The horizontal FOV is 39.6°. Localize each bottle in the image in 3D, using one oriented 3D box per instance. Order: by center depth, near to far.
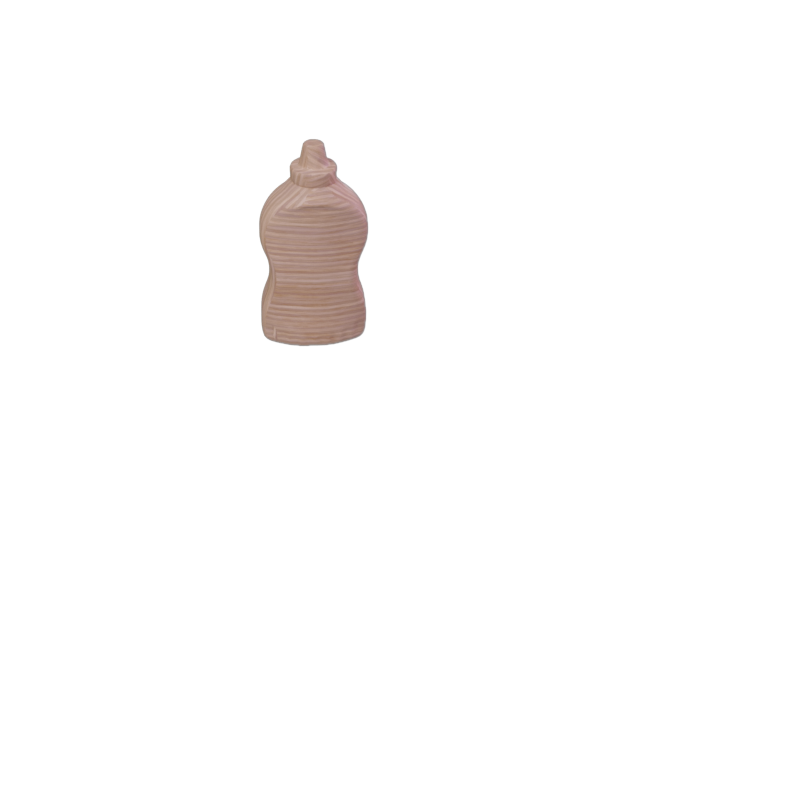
[{"bbox_3d":[-0.077,-0.141,0.985,0.096,0.180,0.062,0,32,-4],"label":"bottle"}]
